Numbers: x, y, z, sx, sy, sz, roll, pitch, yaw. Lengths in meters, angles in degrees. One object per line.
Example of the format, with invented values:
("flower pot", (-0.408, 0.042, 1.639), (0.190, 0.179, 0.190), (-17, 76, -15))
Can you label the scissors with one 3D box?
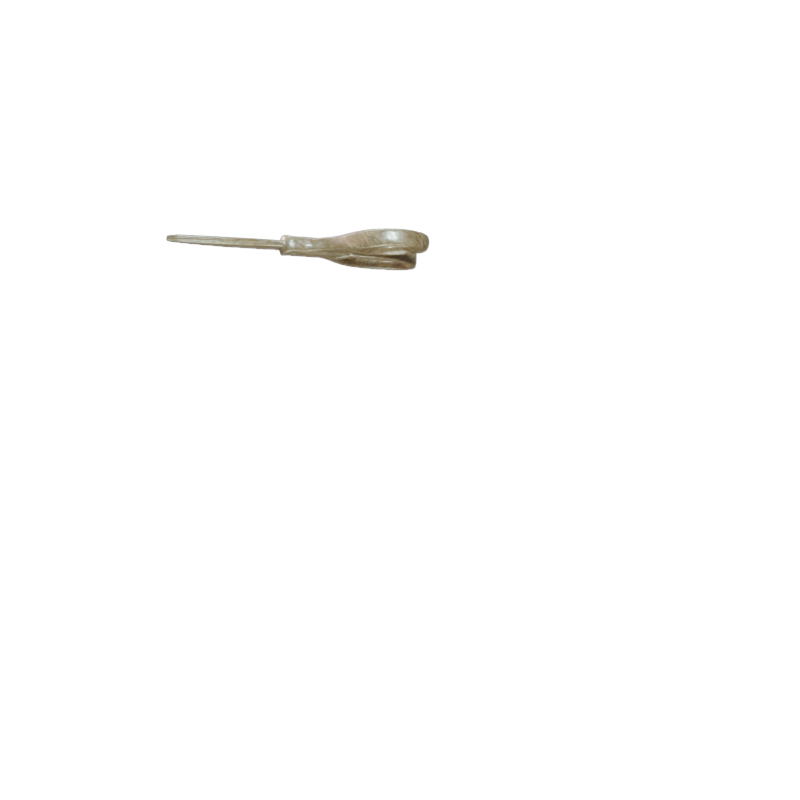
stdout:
("scissors", (-0.066, -0.120, 0.840), (0.194, 0.016, 0.097), (4, -8, -30))
